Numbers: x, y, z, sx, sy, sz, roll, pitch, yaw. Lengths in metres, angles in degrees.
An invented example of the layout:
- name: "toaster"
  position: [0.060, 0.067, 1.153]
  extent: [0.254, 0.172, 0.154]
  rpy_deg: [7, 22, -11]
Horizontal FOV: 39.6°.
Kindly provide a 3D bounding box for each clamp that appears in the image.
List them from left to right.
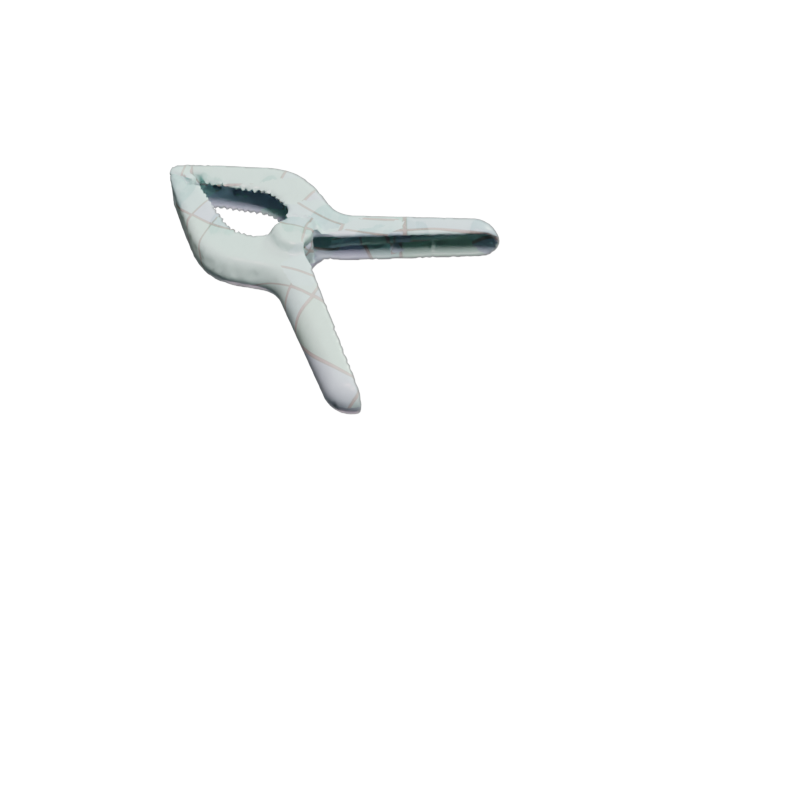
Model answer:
- name: "clamp"
  position: [-0.055, -0.100, 0.697]
  extent: [0.223, 0.034, 0.167]
  rpy_deg: [35, 58, 25]
